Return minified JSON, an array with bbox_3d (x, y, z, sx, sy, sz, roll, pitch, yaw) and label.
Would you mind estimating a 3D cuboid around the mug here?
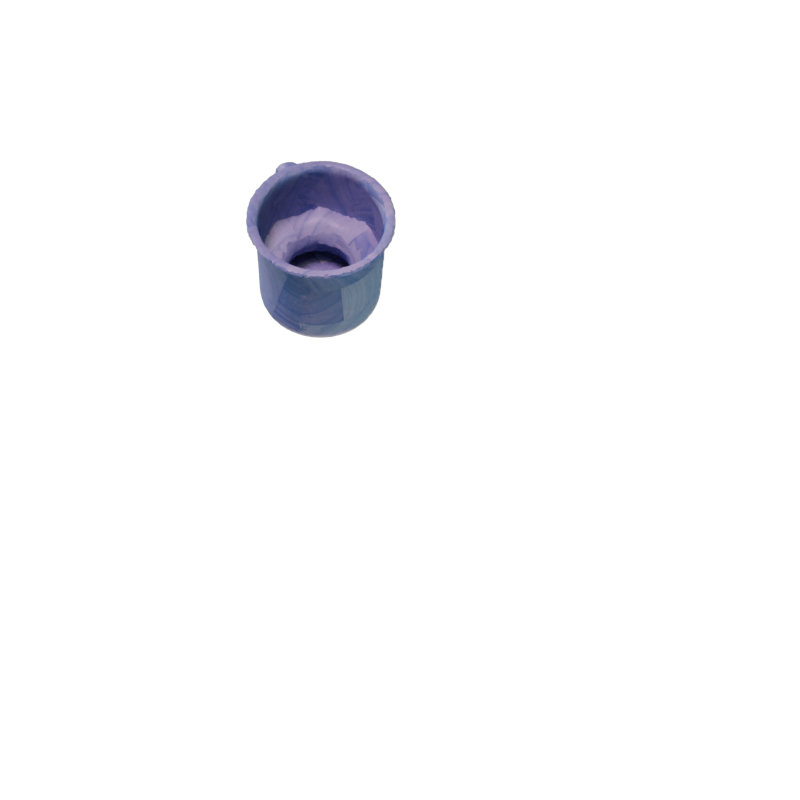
[{"bbox_3d":[-0.057,-0.103,0.724,0.093,0.126,0.076,-20,-31,-15],"label":"mug"}]
